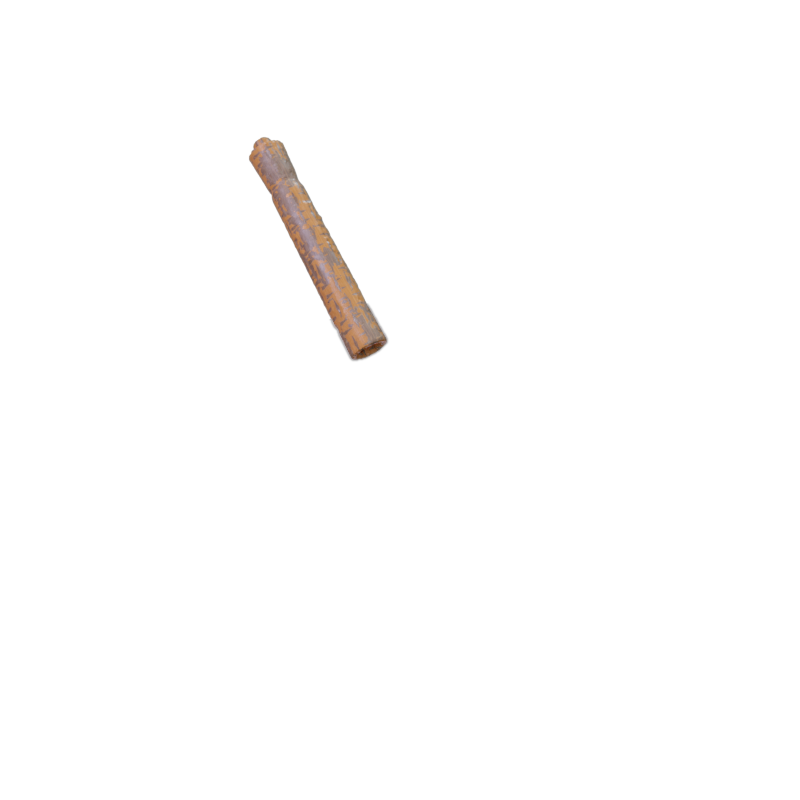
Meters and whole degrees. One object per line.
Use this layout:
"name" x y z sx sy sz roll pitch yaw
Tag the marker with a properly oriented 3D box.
"marker" -0.041 -0.075 0.528 0.020 0.128 0.019 -23 -21 -10
